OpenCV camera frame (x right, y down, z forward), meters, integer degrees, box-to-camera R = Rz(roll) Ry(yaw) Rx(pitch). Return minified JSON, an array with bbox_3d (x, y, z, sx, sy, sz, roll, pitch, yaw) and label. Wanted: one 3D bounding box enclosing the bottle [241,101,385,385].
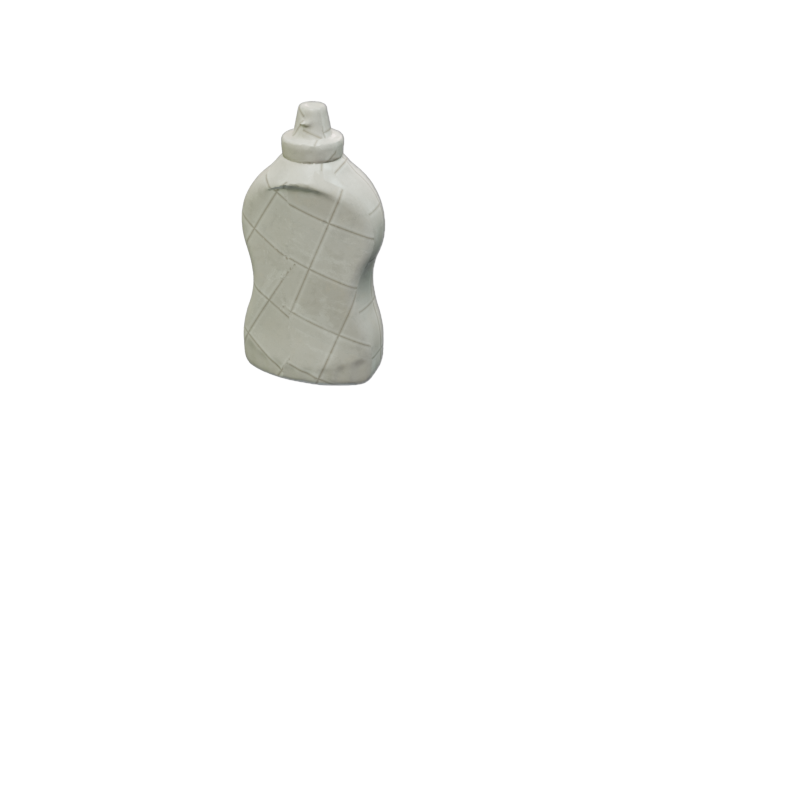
[{"bbox_3d":[-0.059,-0.106,0.746,0.099,0.182,0.060,11,26,18],"label":"bottle"}]
